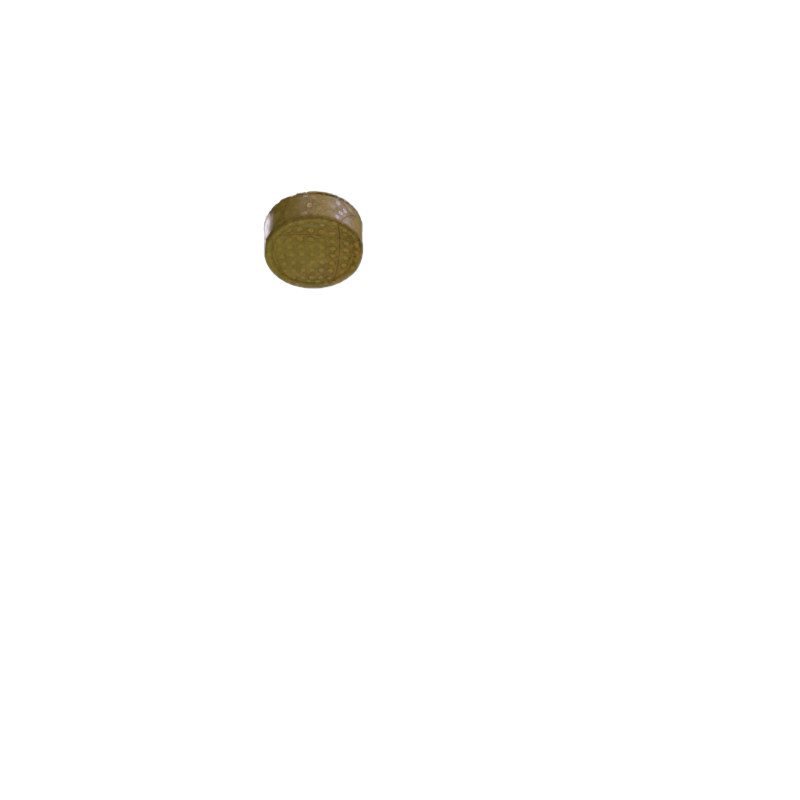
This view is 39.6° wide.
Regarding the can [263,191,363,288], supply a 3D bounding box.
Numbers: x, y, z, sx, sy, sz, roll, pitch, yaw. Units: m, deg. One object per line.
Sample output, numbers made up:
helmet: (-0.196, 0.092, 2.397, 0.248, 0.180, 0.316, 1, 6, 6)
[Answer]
can: (-0.074, -0.135, 0.946, 0.086, 0.036, 0.080, 1, -43, -1)
